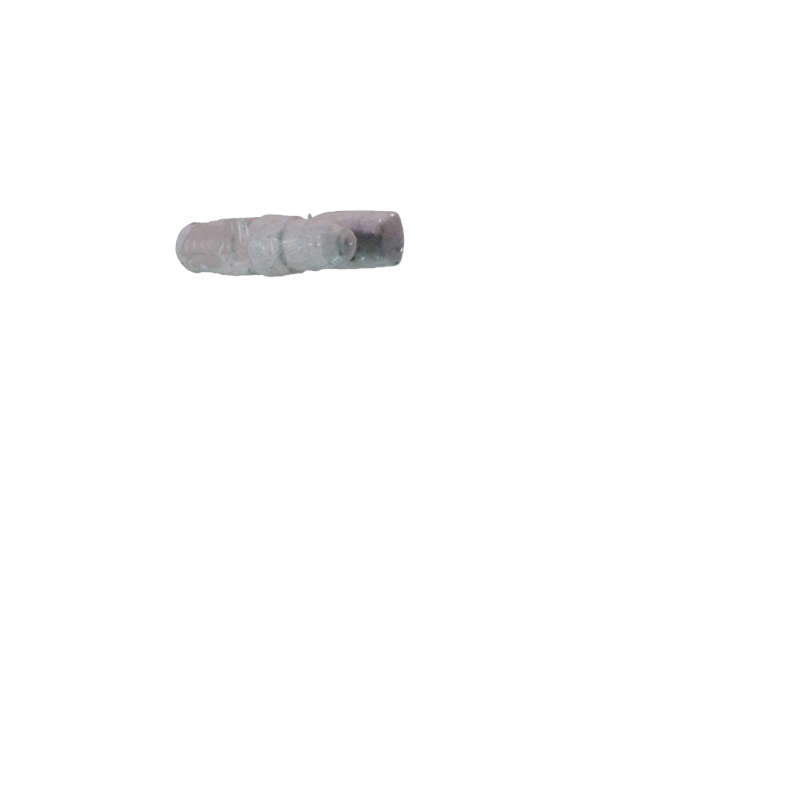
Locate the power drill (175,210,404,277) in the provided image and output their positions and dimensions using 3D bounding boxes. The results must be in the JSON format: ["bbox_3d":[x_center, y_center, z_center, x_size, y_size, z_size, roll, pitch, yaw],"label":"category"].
[{"bbox_3d":[-0.077,-0.141,0.988,0.192,0.057,0.182,6,10,36],"label":"power drill"}]
